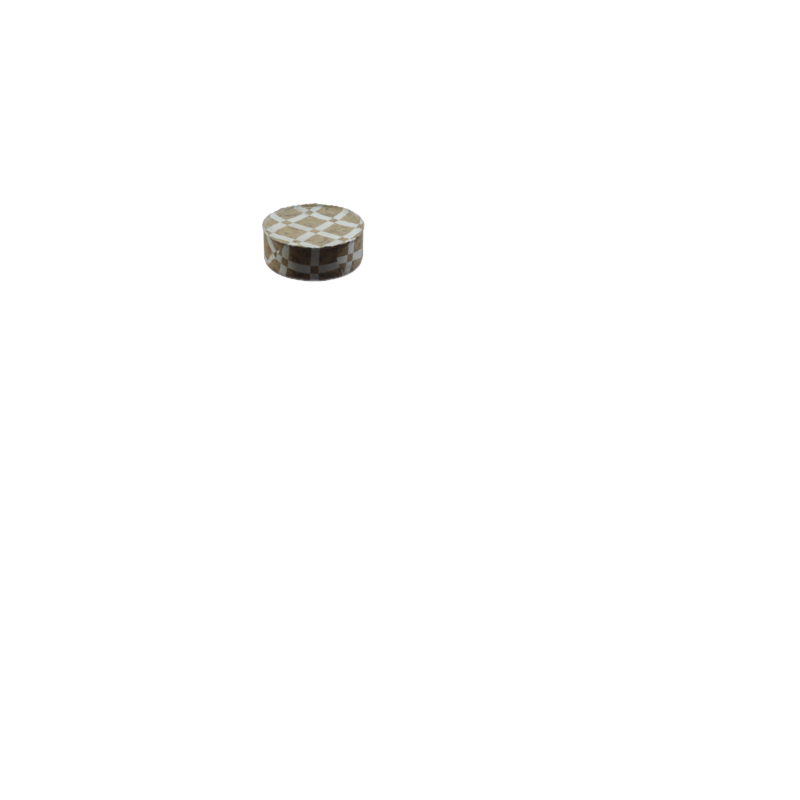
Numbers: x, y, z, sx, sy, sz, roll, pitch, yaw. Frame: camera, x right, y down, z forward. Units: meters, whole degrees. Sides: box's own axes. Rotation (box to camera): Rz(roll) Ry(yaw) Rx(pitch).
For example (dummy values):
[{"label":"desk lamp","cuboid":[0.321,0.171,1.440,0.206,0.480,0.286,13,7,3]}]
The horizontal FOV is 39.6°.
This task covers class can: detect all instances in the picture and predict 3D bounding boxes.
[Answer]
[{"label":"can","cuboid":[-0.073,-0.134,0.936,0.086,0.032,0.091,-1,32,-2]}]
